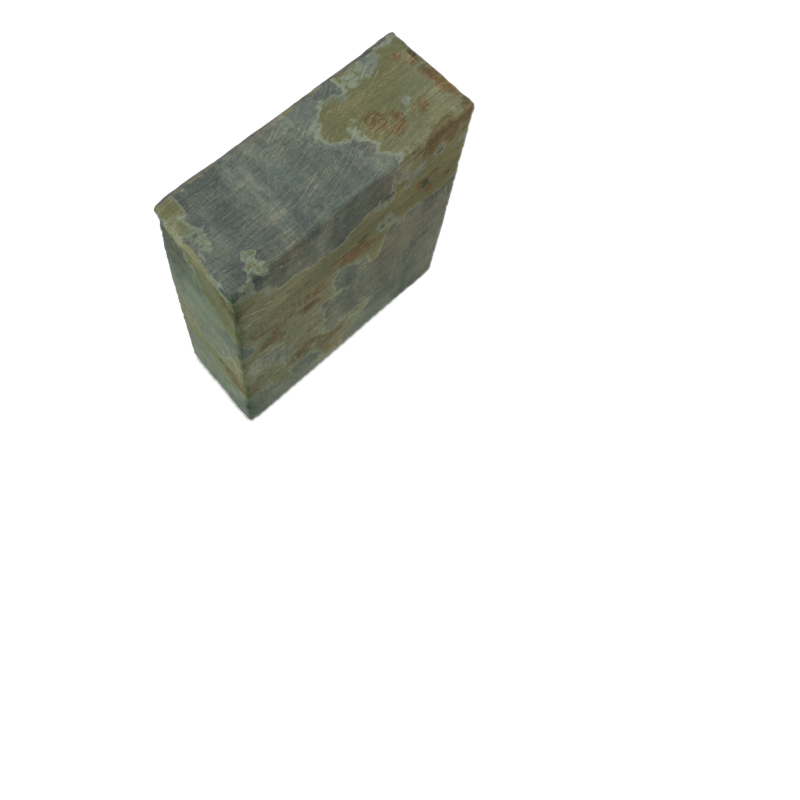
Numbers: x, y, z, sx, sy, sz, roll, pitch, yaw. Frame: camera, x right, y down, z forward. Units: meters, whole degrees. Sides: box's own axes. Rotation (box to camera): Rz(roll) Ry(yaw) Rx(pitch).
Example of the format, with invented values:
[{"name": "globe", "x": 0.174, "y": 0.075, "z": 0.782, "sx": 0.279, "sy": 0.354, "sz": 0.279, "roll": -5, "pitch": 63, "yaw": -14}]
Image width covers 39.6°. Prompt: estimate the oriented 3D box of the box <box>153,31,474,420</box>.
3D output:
[{"name": "box", "x": -0.050, "y": -0.092, "z": 0.644, "sx": 0.165, "sy": 0.075, "sz": 0.204, "roll": -41, "pitch": -11, "yaw": -16}]
